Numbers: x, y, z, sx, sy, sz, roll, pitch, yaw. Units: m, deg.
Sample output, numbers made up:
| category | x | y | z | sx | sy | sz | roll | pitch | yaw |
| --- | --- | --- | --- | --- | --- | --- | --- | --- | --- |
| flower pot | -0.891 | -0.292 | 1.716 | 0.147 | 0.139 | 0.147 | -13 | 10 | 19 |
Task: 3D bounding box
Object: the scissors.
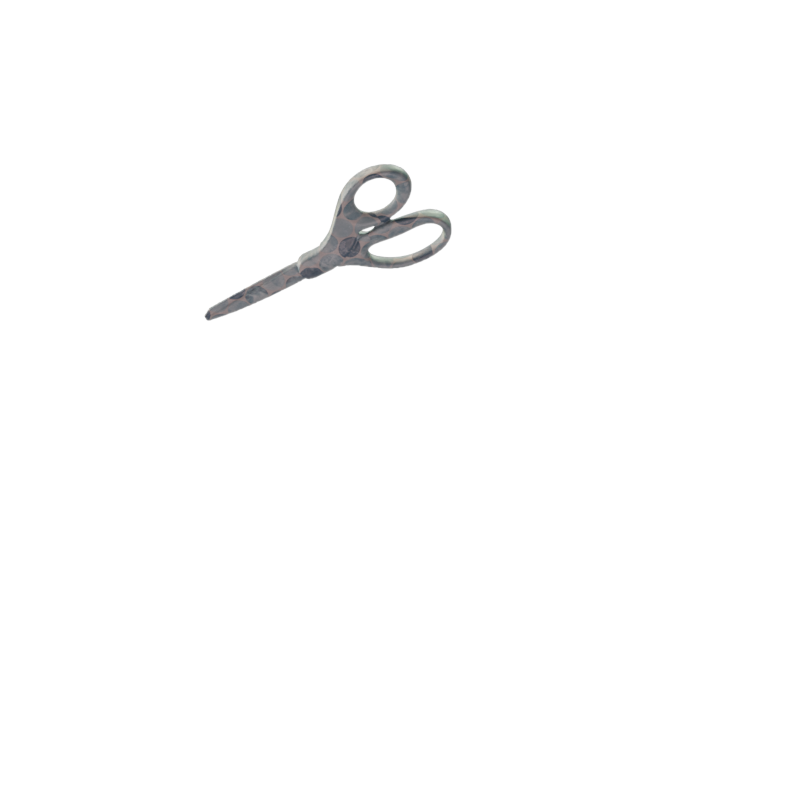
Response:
| category | x | y | z | sx | sy | sz | roll | pitch | yaw |
| --- | --- | --- | --- | --- | --- | --- | --- | --- | --- |
| scissors | -0.064 | -0.117 | 0.819 | 0.203 | 0.089 | 0.017 | -12 | 36 | 9 |
